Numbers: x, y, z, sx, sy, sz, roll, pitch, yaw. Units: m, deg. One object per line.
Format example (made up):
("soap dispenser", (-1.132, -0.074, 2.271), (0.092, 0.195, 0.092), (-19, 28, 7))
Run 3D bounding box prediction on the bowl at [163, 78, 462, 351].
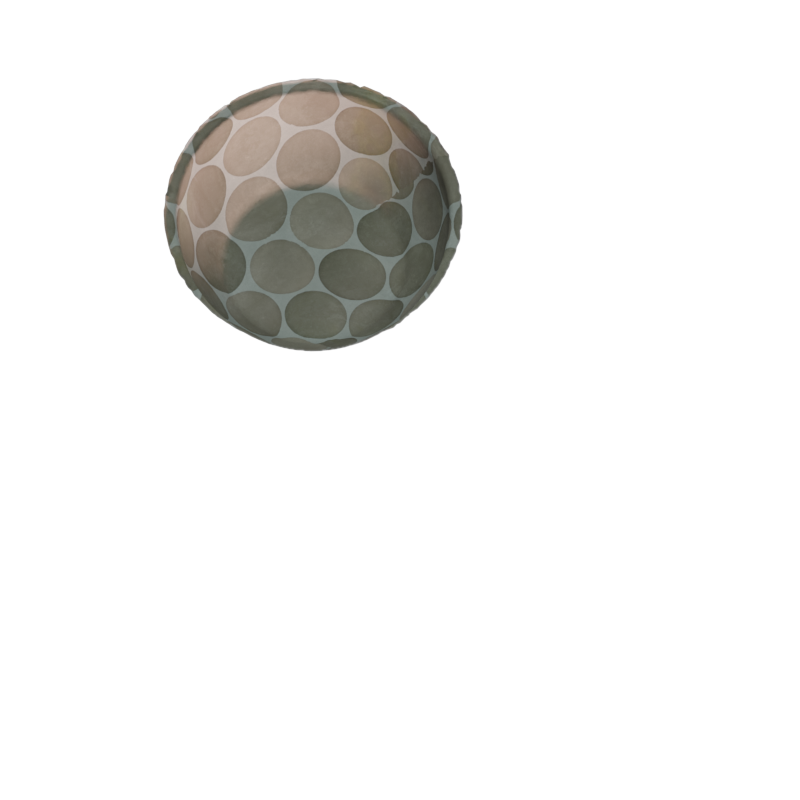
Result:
("bowl", (-0.045, -0.083, 0.579), (0.162, 0.153, 0.058), (1, 29, -1))
